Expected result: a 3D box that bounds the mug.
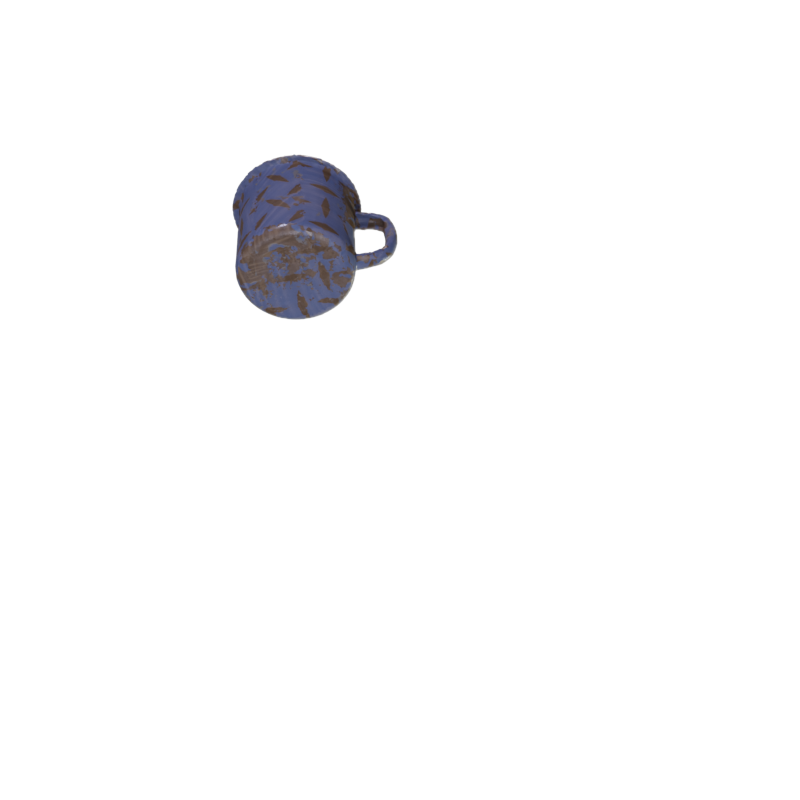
[{"bbox_3d":[-0.060,-0.110,0.773,0.117,0.087,0.087,2,39,-3],"label":"mug"}]
